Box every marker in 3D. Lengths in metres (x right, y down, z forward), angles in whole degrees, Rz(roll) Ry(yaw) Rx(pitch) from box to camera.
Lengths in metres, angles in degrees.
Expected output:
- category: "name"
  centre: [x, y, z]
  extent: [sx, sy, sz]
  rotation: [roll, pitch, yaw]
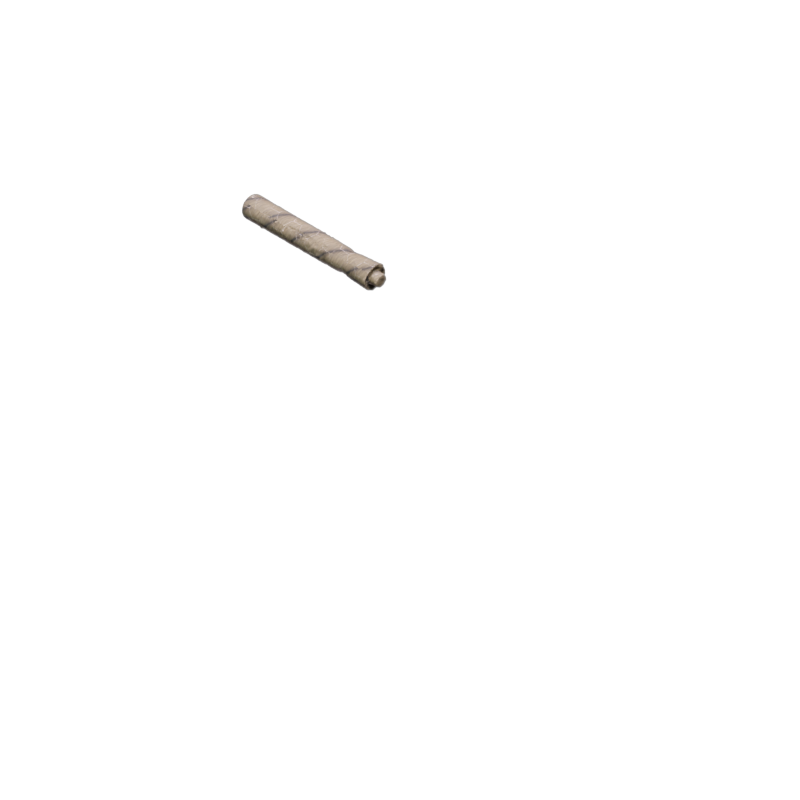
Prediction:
- category: "marker"
  centre: [-0.056, -0.103, 0.722]
  extent: [0.129, 0.019, 0.019]
  rotation: [33, 23, 33]
